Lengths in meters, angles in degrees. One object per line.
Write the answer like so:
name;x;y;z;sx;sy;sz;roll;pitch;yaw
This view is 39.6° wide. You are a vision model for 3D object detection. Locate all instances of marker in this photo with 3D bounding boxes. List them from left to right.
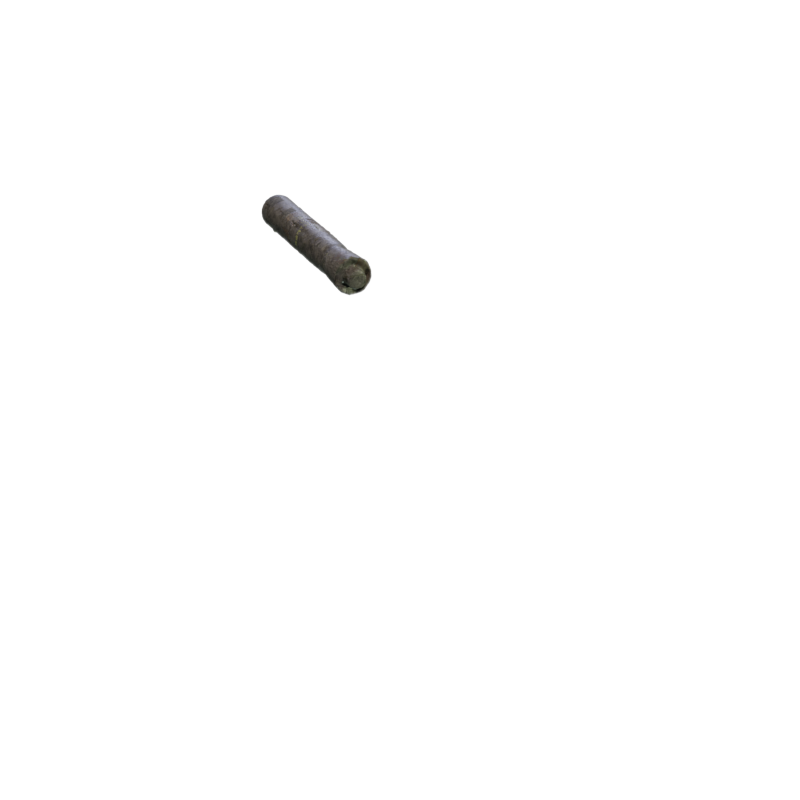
marker;-0.044;-0.080;0.562;0.019;0.019;0.129;-2;24;-23
